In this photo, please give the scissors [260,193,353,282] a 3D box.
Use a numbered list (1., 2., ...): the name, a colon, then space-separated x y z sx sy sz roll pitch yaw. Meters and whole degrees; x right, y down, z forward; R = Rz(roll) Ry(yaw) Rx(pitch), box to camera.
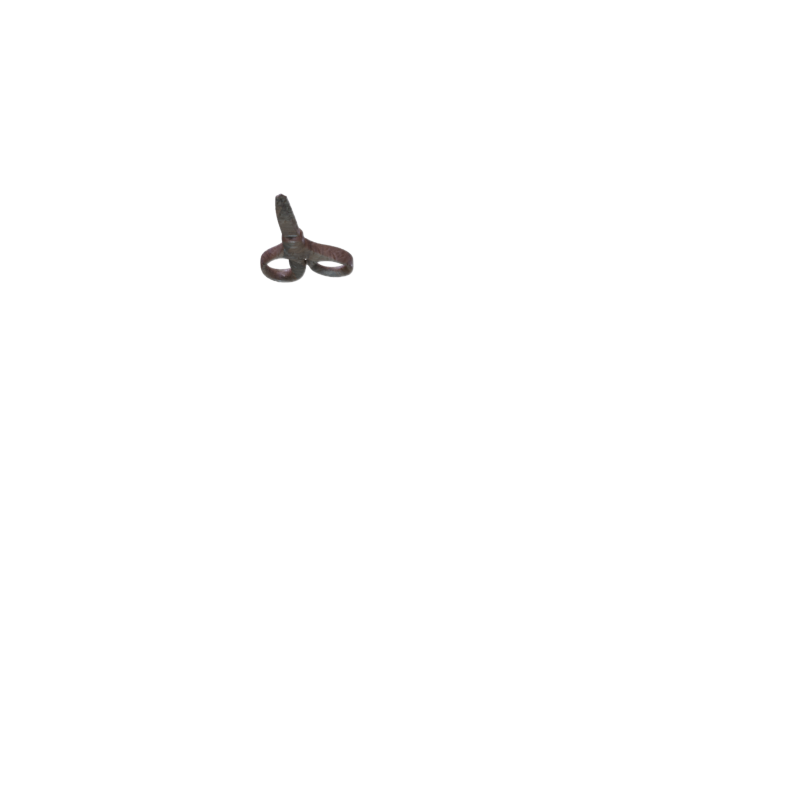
1. scissors: -0.077 -0.140 0.978 0.095 0.016 0.197 3 -13 -13
